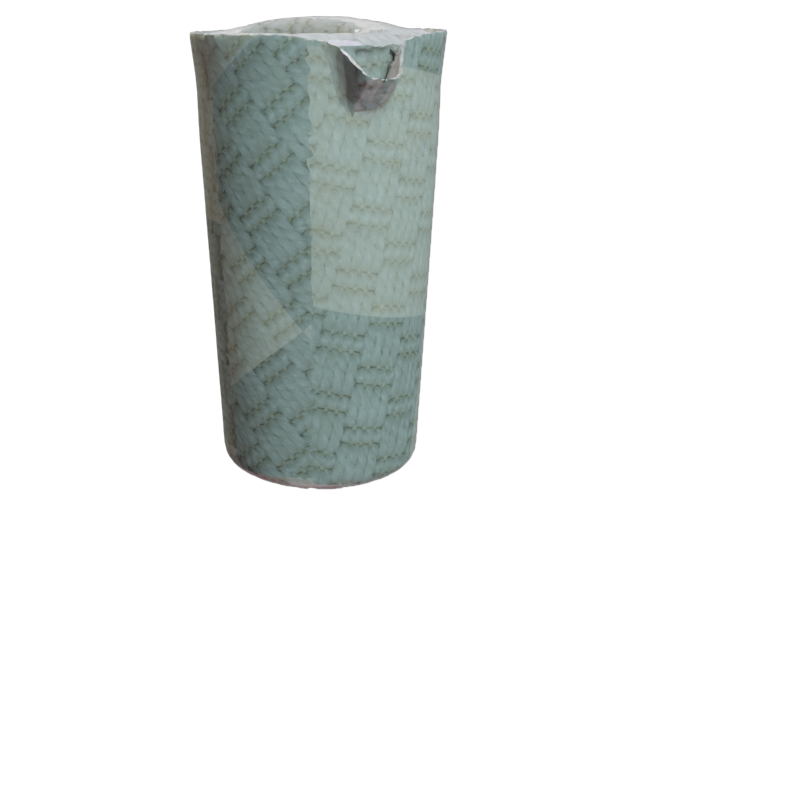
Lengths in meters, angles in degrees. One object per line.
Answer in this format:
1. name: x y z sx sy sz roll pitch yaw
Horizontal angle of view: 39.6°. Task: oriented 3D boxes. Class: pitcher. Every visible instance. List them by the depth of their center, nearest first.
1. pitcher: -0.048 -0.087 0.609 0.149 0.235 0.150 6 16 19
